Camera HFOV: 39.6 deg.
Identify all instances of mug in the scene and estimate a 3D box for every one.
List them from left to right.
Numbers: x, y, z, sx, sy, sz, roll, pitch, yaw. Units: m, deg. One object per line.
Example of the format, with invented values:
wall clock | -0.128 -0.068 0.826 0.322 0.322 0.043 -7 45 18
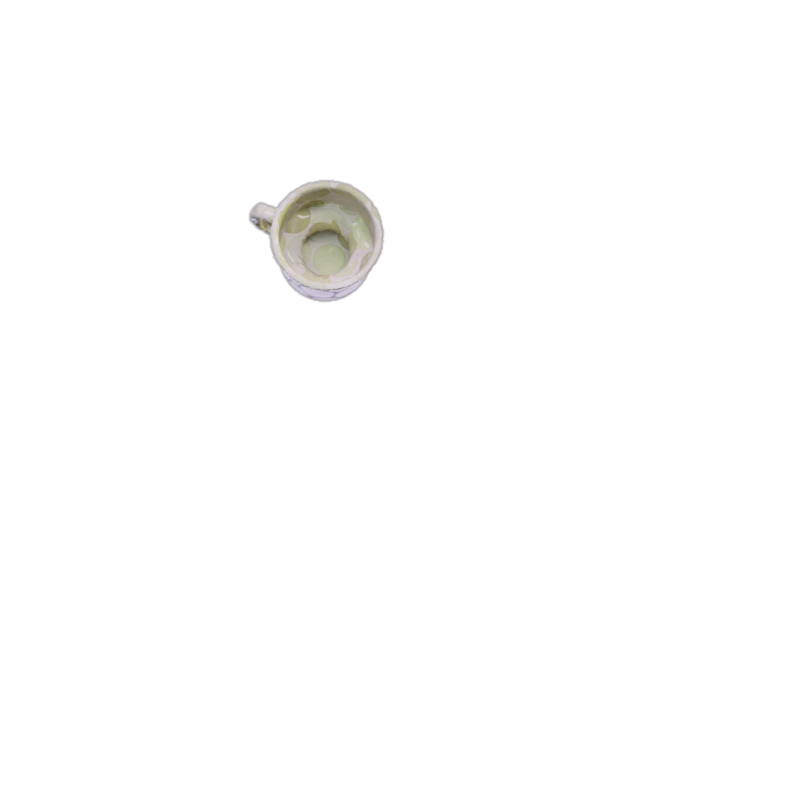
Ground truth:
mug | -0.074 -0.136 0.949 0.118 0.095 0.079 21 -11 3
